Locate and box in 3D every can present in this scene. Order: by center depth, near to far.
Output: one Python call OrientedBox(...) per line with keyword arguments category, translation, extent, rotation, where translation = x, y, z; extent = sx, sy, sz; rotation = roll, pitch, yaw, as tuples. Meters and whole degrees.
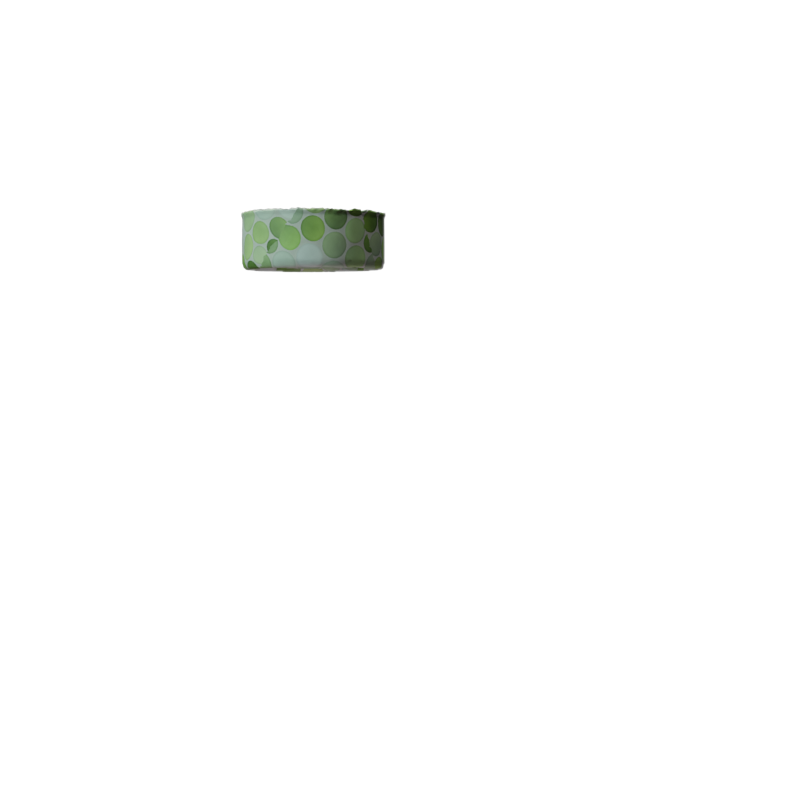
OrientedBox(category="can", translation=(-0.051, -0.094, 0.657), extent=(0.086, 0.034, 0.086), rotation=(0, 4, -2))
